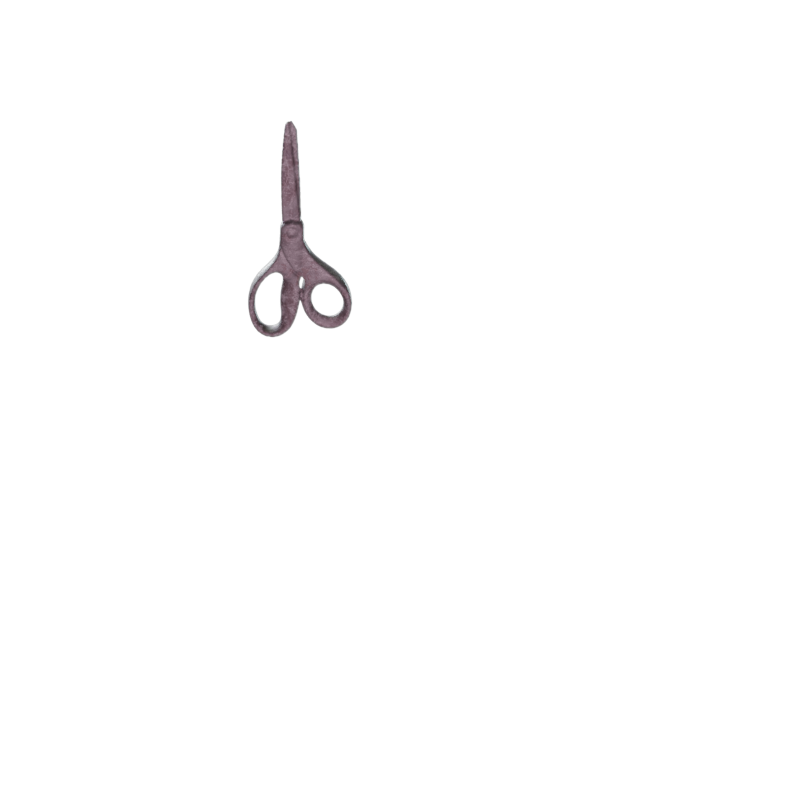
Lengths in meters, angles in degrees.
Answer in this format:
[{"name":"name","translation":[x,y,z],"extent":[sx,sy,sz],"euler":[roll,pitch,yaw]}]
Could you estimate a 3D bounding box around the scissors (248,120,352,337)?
[{"name":"scissors","translation":[-0.070,-0.128,0.900],"extent":[0.094,0.192,0.017],"euler":[14,35,-10]}]
